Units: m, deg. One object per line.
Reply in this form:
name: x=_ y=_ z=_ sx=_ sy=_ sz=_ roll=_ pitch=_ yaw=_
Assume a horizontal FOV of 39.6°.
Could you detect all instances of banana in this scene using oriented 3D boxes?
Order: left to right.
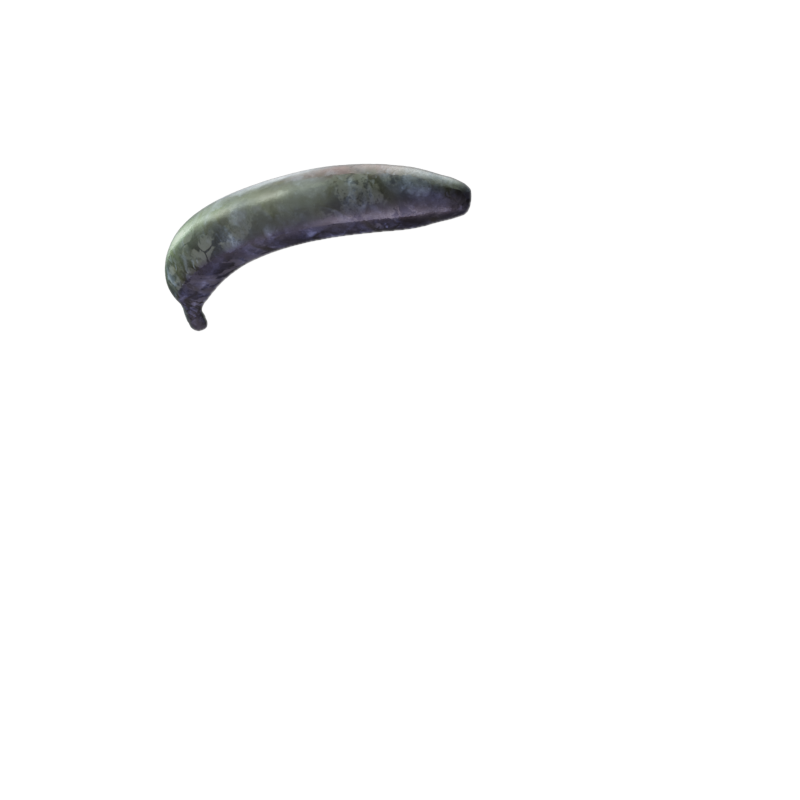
banana: x=-0.061 y=-0.090 z=0.588 sx=0.200 sy=0.039 sz=0.065 roll=-17 pitch=-30 yaw=33
